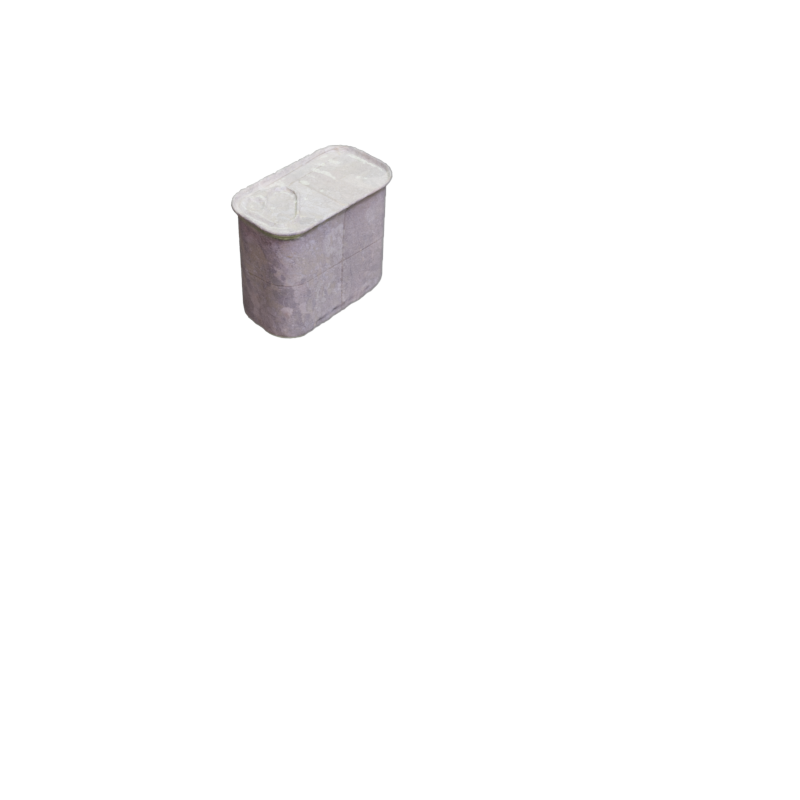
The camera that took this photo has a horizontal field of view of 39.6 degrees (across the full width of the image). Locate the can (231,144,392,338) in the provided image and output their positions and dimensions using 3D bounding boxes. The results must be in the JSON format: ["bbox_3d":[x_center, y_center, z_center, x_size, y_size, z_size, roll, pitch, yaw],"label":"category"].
[{"bbox_3d":[-0.054,-0.099,0.691,0.061,0.078,0.102,31,49,30],"label":"can"}]
